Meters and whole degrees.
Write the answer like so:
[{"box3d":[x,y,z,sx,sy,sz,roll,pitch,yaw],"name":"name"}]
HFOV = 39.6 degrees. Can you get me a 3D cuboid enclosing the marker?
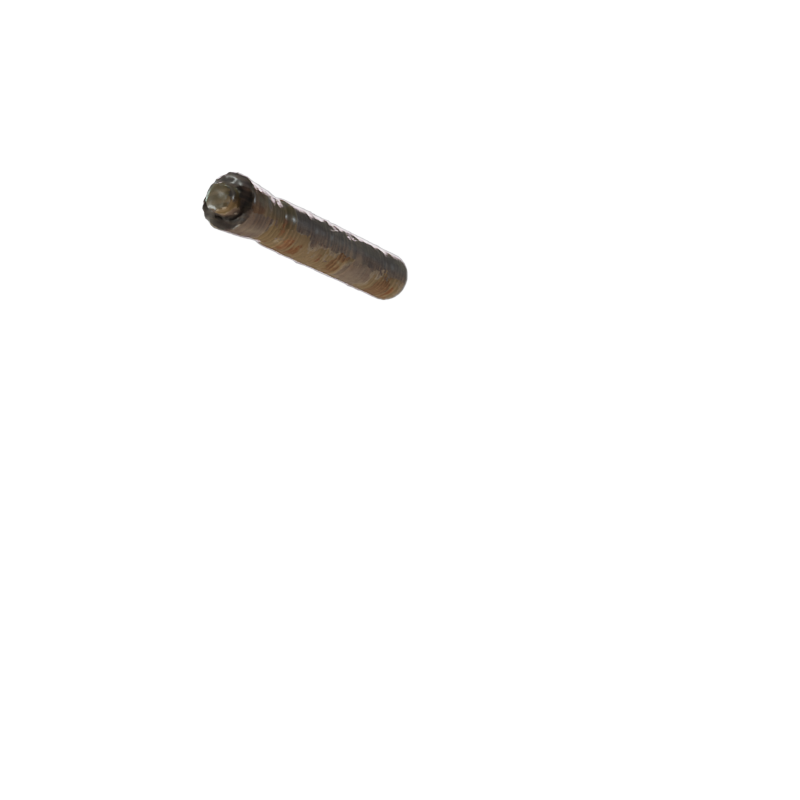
[{"box3d":[-0.030,-0.055,0.384,0.020,0.020,0.115,2,-6,26],"name":"marker"}]
